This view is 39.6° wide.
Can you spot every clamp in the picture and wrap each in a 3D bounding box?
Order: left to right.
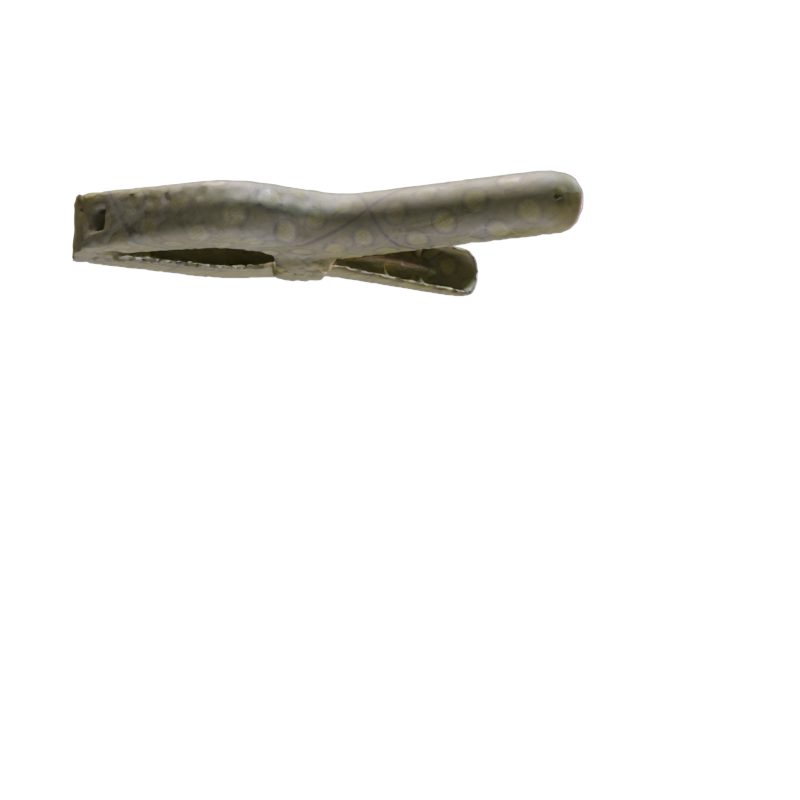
[{"bbox_3d":[-0.040,-0.072,0.505,0.210,0.037,0.161,0,-6,-2],"label":"clamp"}]
